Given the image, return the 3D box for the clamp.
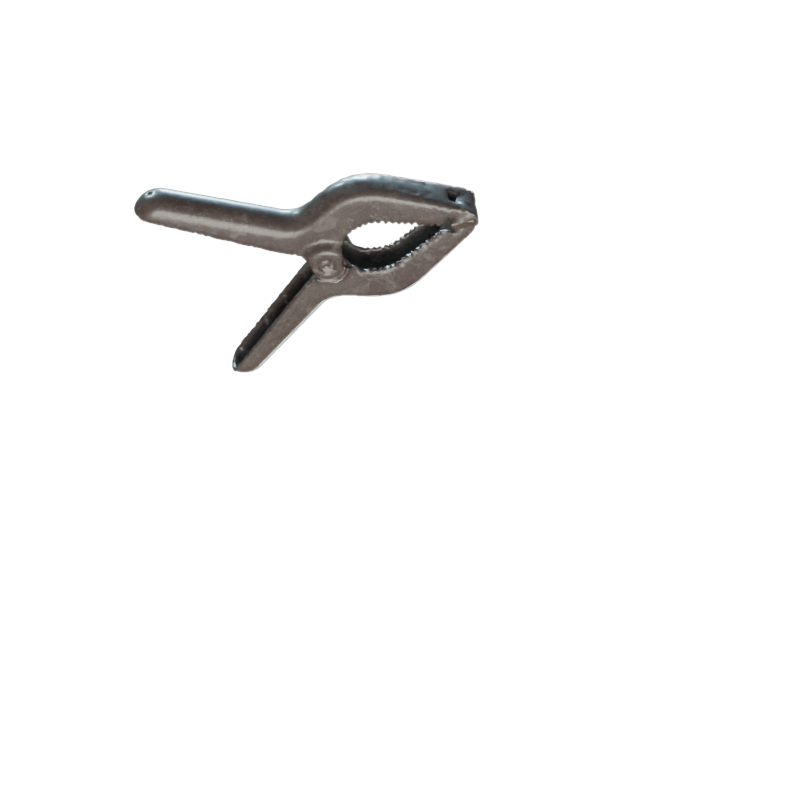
[{"bbox_3d":[-0.056,-0.102,0.718,0.211,0.039,0.152,-19,-48,18],"label":"clamp"}]
